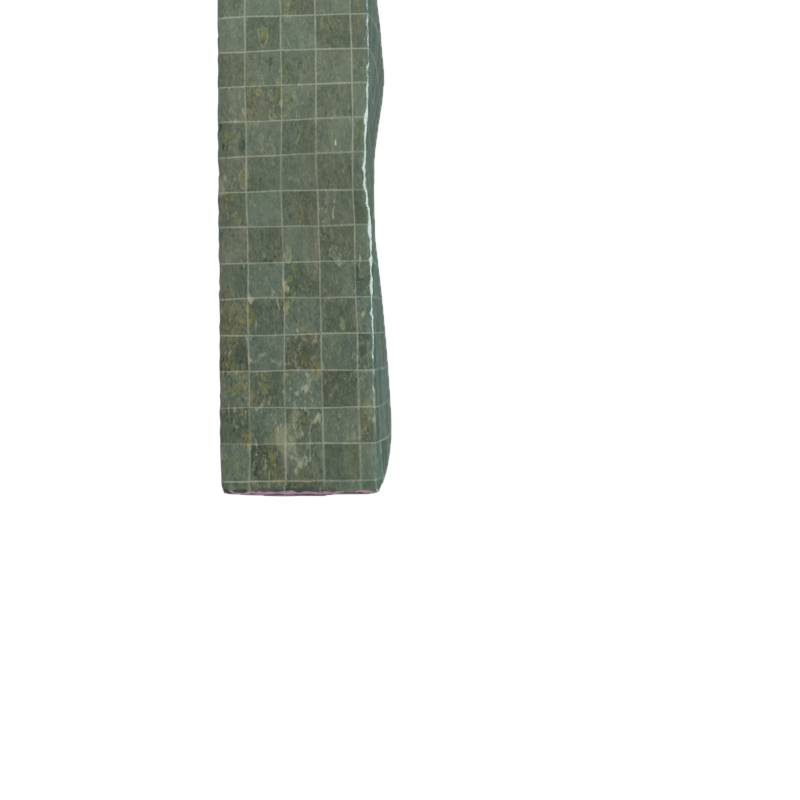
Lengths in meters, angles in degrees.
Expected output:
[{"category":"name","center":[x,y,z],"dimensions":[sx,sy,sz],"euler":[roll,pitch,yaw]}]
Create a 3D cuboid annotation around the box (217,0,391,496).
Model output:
[{"category":"box","center":[-0.041,-0.074,0.518],"dimensions":[0.072,0.216,0.163],"euler":[0,-2,0]}]
